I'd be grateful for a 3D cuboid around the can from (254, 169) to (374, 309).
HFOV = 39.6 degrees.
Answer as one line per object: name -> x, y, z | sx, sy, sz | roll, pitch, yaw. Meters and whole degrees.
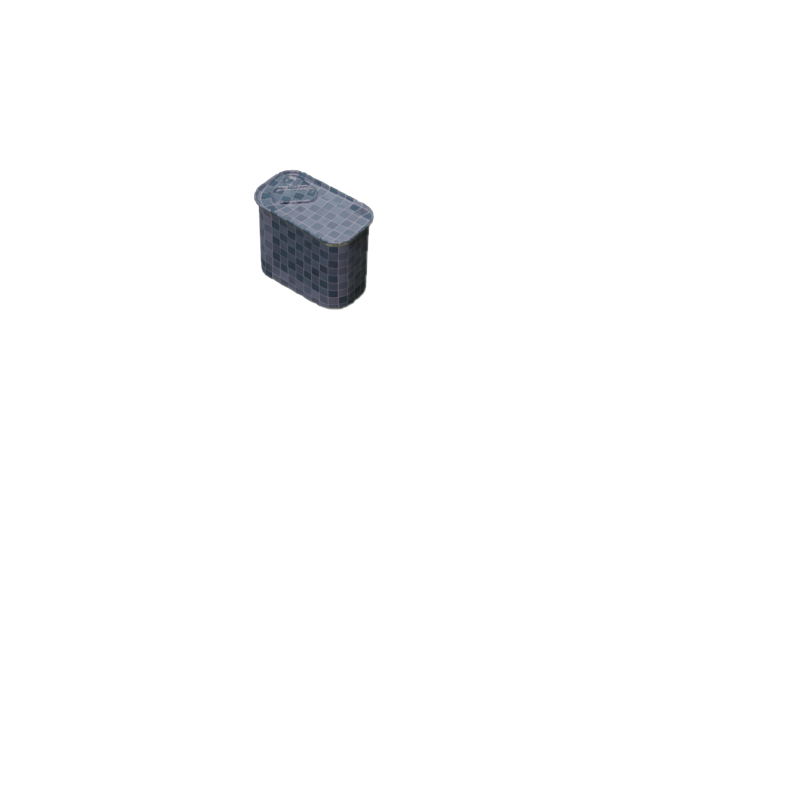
can -> -0.074, -0.135, 0.943 | 0.108, 0.078, 0.058 | 31, 52, 25
